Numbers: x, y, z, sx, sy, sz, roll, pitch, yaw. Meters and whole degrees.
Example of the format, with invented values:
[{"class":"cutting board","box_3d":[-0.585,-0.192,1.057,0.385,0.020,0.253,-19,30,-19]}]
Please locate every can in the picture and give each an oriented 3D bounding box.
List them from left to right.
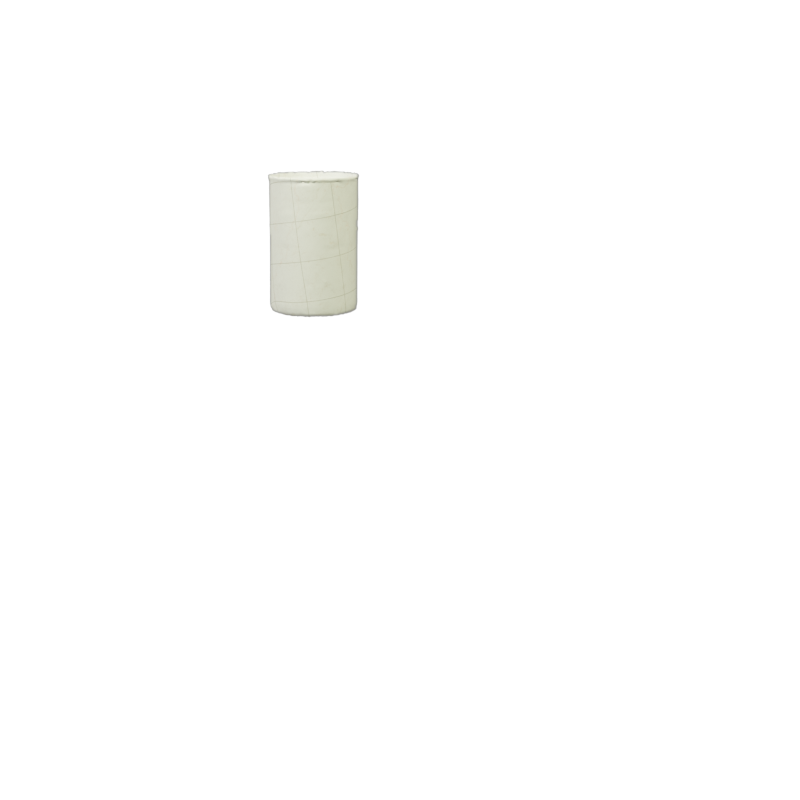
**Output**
[{"class":"can","box_3d":[-0.065,-0.119,0.833,0.068,0.100,0.070,0,11,-2]}]
